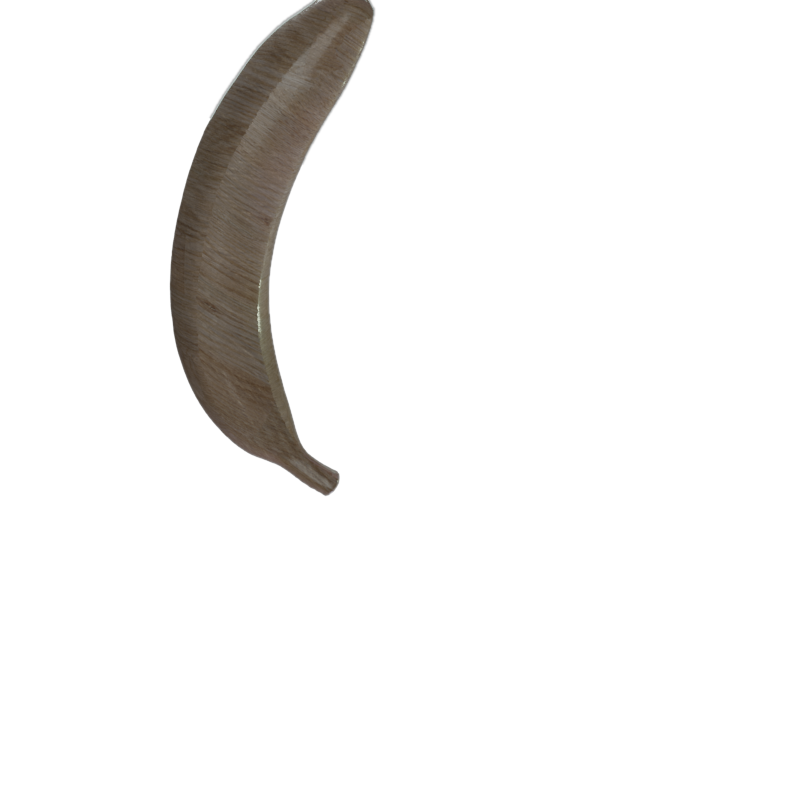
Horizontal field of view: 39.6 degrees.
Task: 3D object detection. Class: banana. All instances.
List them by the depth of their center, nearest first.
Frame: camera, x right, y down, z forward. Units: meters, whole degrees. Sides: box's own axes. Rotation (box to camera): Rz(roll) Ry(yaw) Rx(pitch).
[{"bbox_3d":[-0.051,-0.056,0.414,0.069,0.188,0.039,4,24,-3],"label":"banana"}]
